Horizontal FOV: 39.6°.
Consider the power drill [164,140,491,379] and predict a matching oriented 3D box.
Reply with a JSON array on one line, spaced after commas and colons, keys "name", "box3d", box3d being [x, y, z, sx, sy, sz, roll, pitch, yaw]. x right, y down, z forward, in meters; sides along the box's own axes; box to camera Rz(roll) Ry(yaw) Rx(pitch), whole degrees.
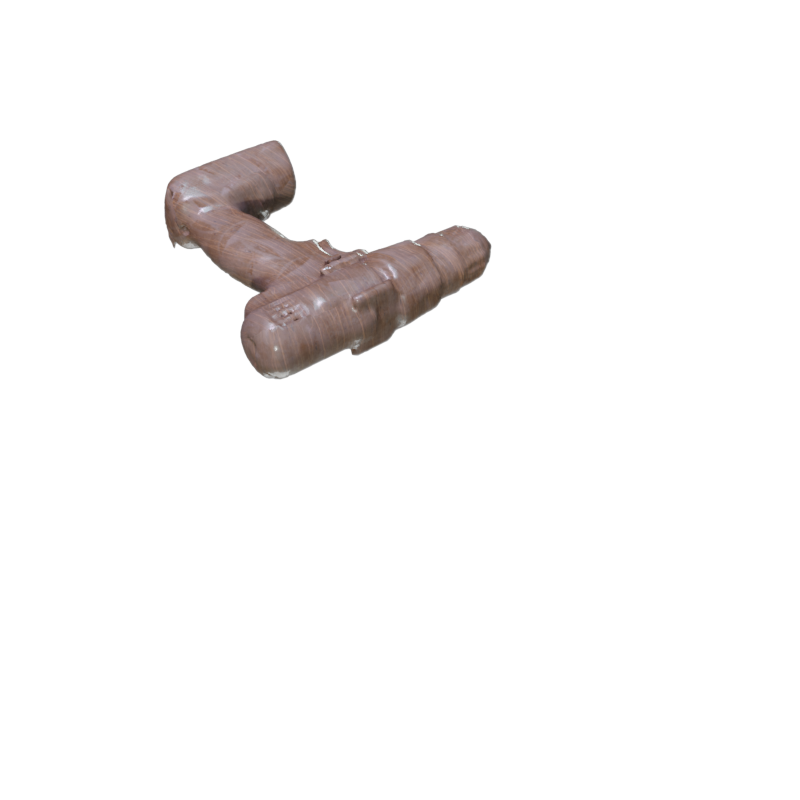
[{"name": "power drill", "box3d": [-0.059, -0.107, 0.748, 0.183, 0.054, 0.202, -25, 47, -27]}]
